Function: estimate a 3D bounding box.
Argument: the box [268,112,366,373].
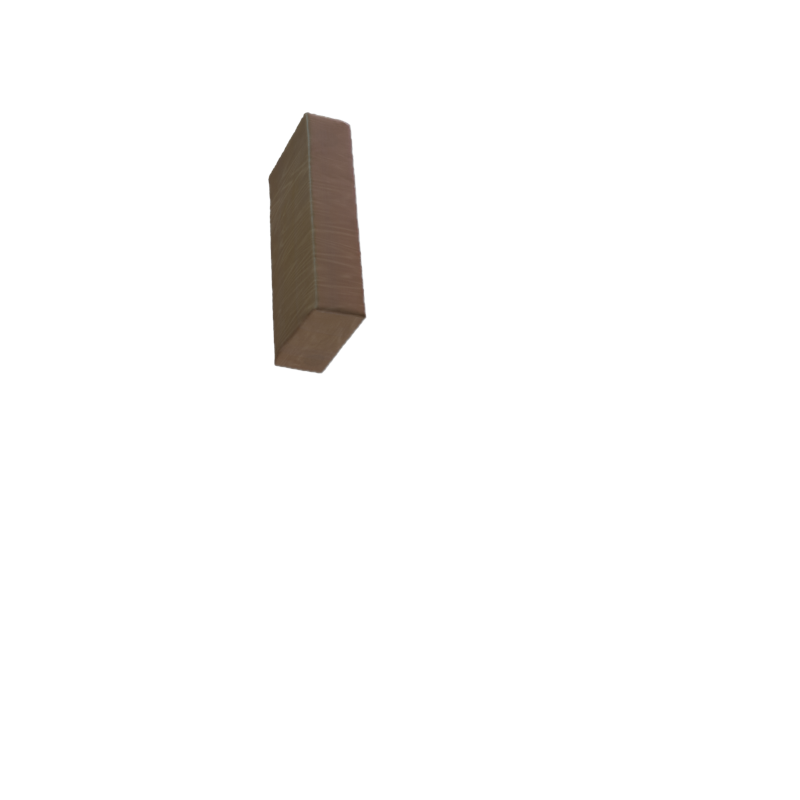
[{"bbox_3d":[-0.065,-0.120,0.838,0.046,0.188,0.090,11,-33,-21],"label":"box"}]
